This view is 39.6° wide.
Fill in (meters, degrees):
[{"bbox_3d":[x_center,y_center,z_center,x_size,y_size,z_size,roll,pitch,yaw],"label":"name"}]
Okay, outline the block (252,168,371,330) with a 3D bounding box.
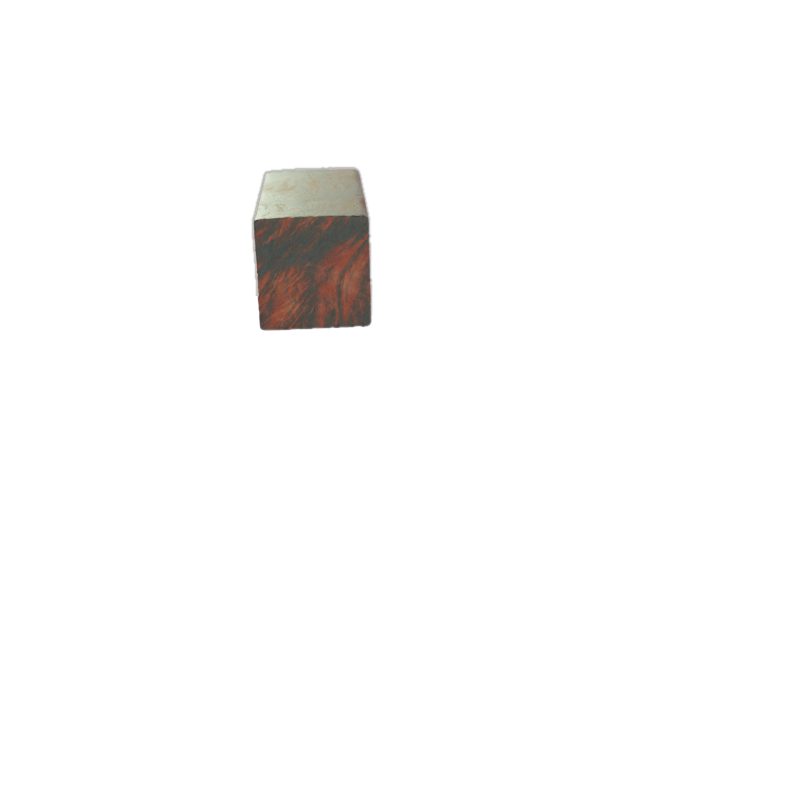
[{"bbox_3d":[-0.073,-0.135,0.946,0.090,0.087,0.215,-2,20,-3],"label":"block"}]
